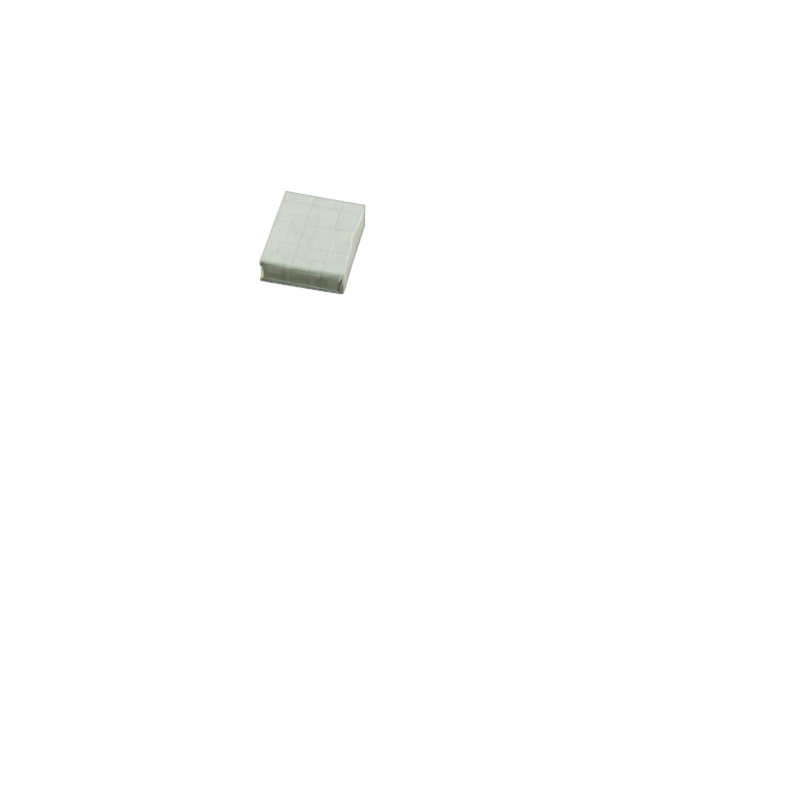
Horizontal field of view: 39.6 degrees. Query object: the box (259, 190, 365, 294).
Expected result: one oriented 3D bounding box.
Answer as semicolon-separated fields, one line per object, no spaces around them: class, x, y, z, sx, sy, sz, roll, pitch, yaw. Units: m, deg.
box;-0.074;-0.135;0.946;0.074;0.094;0.028;10;-40;8
